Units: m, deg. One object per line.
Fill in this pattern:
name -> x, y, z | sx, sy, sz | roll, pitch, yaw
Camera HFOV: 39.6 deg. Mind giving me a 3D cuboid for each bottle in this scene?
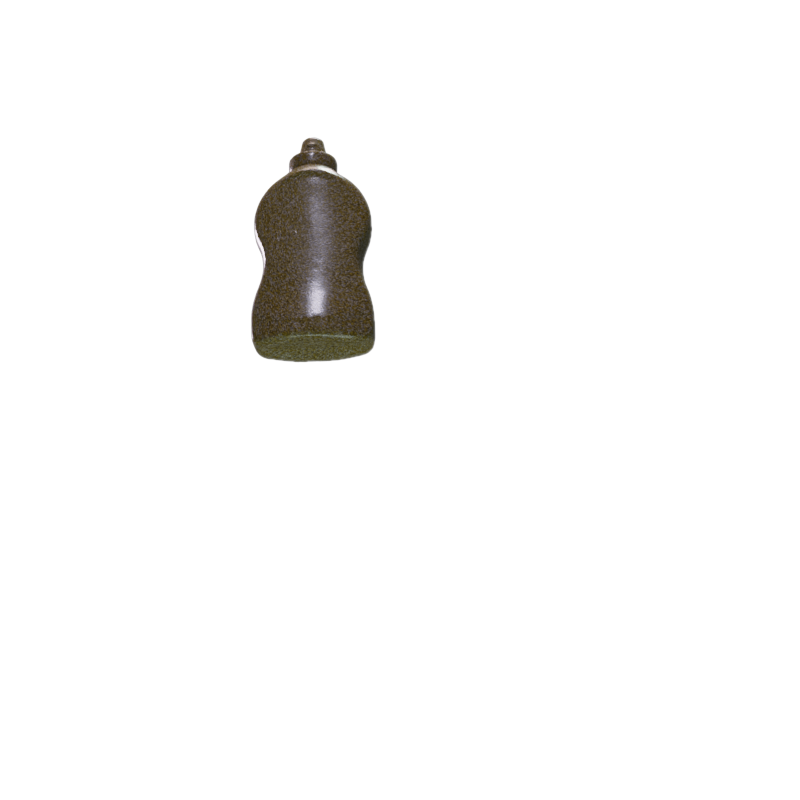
bottle -> -0.071, -0.129, 0.903 | 0.097, 0.203, 0.055 | -4, -26, 5
